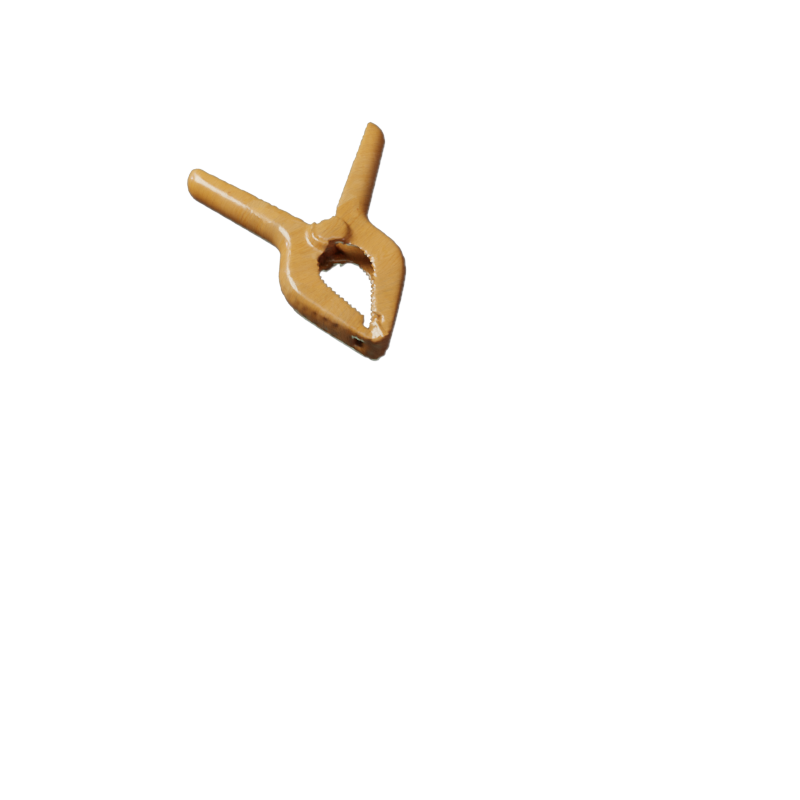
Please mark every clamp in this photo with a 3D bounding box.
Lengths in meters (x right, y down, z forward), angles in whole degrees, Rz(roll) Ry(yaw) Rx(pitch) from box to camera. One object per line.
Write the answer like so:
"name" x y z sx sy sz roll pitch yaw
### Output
"clamp" -0.065 -0.119 0.835 0.163 0.226 0.034 -13 -34 -9
